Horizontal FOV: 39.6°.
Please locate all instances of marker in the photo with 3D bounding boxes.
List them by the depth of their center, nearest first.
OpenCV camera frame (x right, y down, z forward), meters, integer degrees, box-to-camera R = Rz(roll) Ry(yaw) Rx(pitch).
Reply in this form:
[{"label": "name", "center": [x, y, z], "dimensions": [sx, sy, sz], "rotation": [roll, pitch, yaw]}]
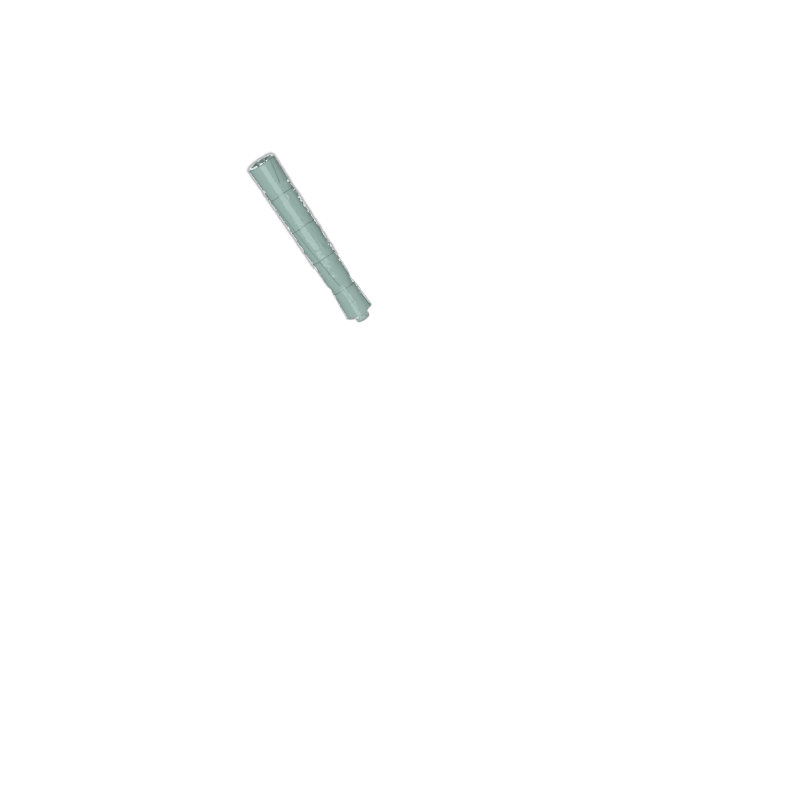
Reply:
[{"label": "marker", "center": [-0.054, -0.098, 0.690], "dimensions": [0.020, 0.116, 0.021], "rotation": [-31, 16, 10]}]
